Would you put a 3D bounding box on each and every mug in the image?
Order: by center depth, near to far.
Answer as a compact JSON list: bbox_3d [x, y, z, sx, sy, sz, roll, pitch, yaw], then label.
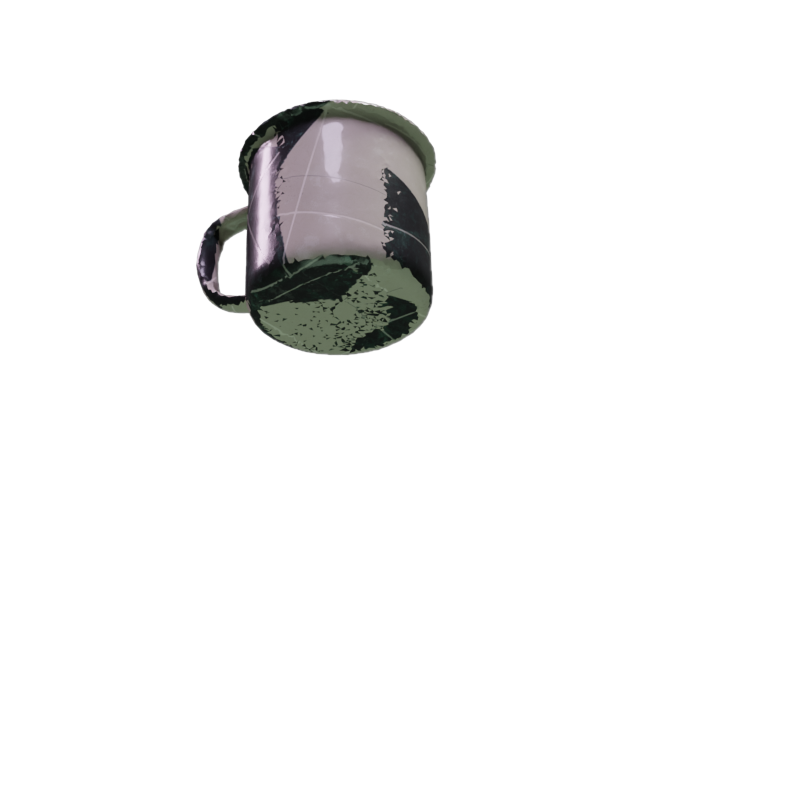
[{"bbox_3d":[-0.039,-0.072,0.502,0.118,0.087,0.086,-11,-34,16],"label":"mug"}]
